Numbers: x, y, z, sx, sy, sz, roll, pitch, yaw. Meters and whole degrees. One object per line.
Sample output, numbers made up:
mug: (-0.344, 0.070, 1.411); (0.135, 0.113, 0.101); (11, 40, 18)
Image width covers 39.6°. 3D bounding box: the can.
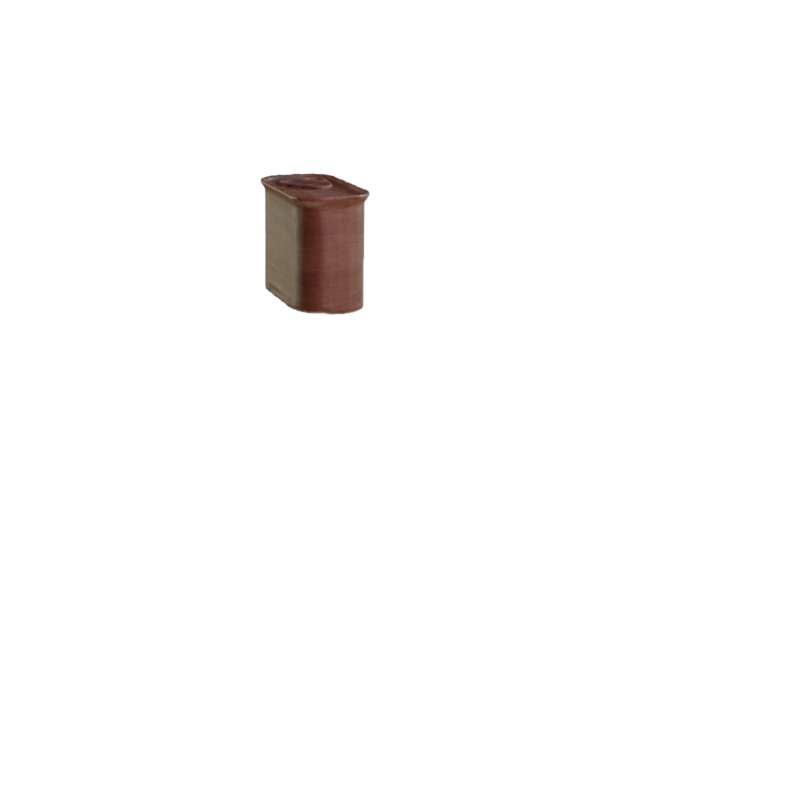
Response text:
can: (-0.062, -0.114, 0.797); (0.056, 0.081, 0.108); (-6, 19, -22)
